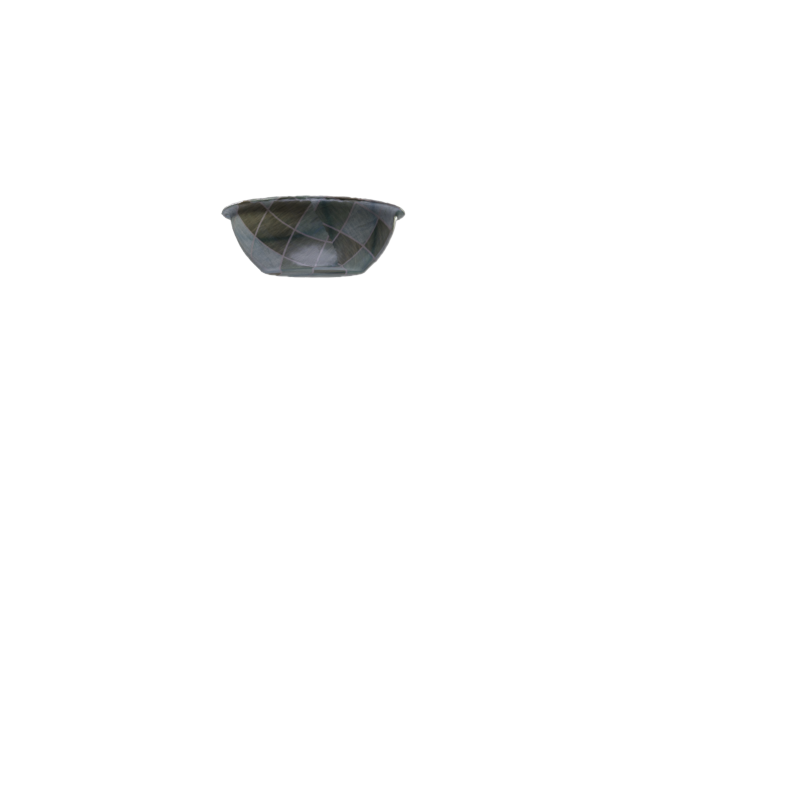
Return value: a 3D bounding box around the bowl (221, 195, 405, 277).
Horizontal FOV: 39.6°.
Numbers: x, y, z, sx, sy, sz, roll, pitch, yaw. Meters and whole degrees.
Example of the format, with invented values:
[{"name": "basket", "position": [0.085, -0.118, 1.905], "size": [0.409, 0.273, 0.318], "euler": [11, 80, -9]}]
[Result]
[{"name": "bowl", "position": [-0.076, -0.139, 0.975], "size": [0.162, 0.056, 0.161], "euler": [0, -1, -2]}]
